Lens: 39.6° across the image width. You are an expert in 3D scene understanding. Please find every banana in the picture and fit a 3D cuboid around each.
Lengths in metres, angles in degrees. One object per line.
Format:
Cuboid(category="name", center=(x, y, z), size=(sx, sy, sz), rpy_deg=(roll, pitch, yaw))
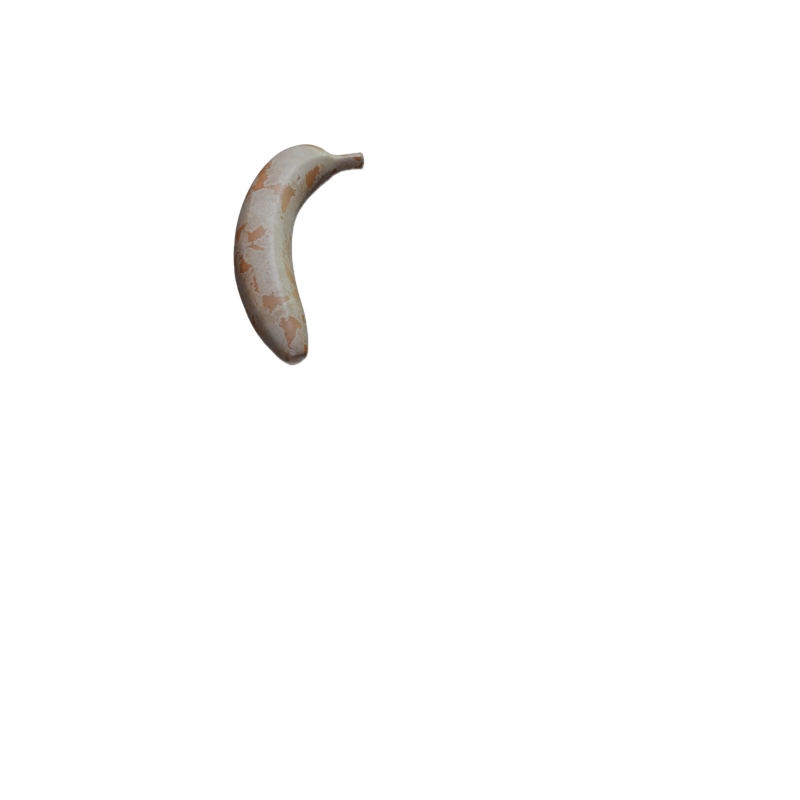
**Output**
Cuboid(category="banana", center=(-0.074, -0.109, 0.722), size=(0.070, 0.210, 0.034), rpy_deg=(8, -40, 6))
